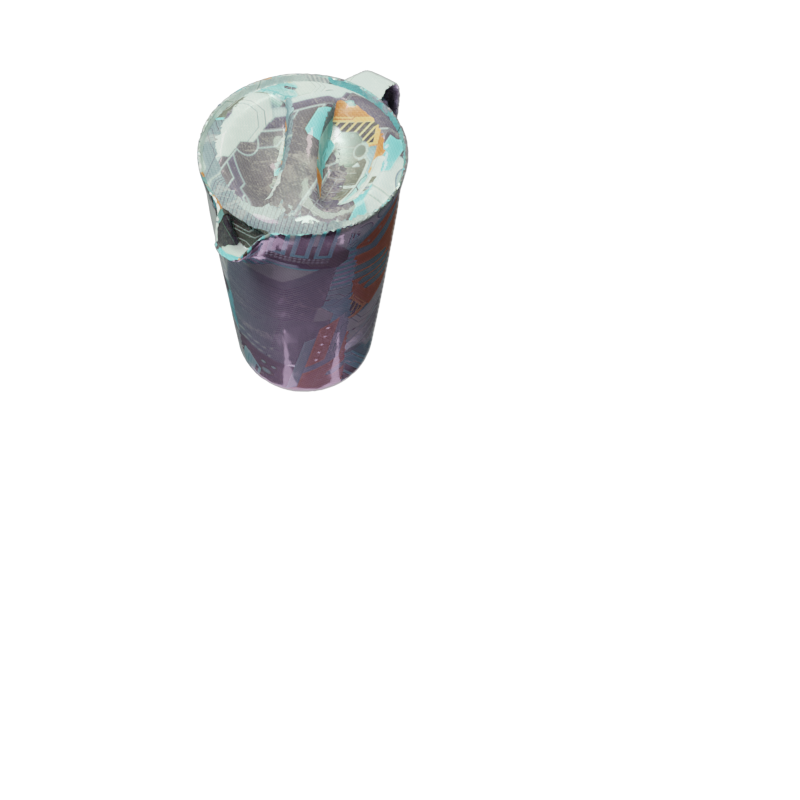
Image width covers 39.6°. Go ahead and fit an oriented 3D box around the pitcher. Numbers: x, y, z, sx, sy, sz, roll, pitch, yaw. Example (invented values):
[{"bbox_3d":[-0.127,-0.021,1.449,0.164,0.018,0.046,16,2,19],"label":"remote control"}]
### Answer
[{"bbox_3d":[-0.062,-0.114,0.796,0.148,0.155,0.228,-10,-29,-9],"label":"pitcher"}]
